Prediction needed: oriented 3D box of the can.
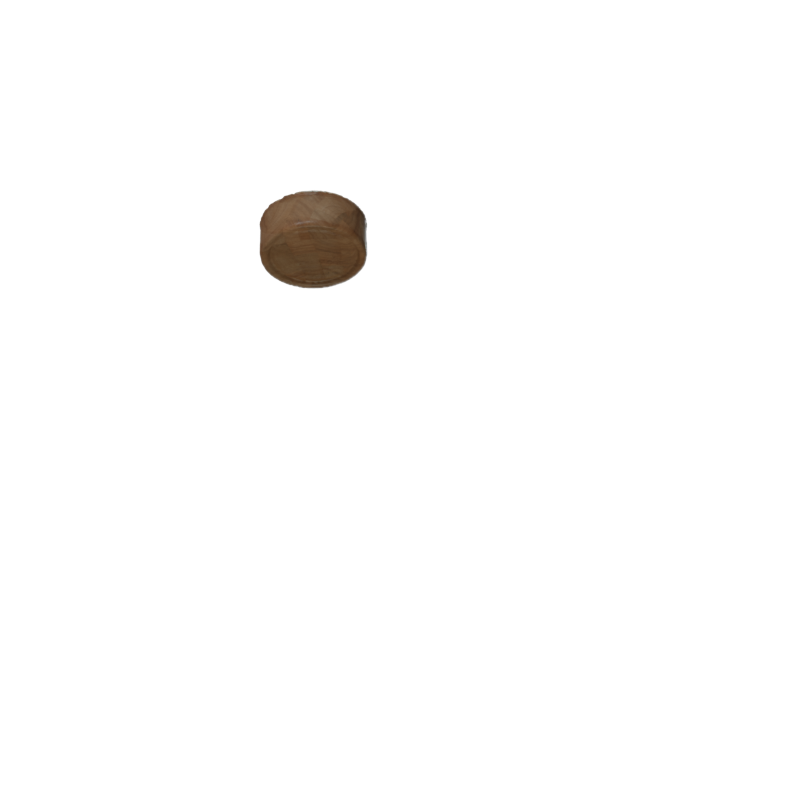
[{"bbox_3d":[-0.069,-0.125,0.876,0.086,0.036,0.080,1,-33,-2],"label":"can"}]
